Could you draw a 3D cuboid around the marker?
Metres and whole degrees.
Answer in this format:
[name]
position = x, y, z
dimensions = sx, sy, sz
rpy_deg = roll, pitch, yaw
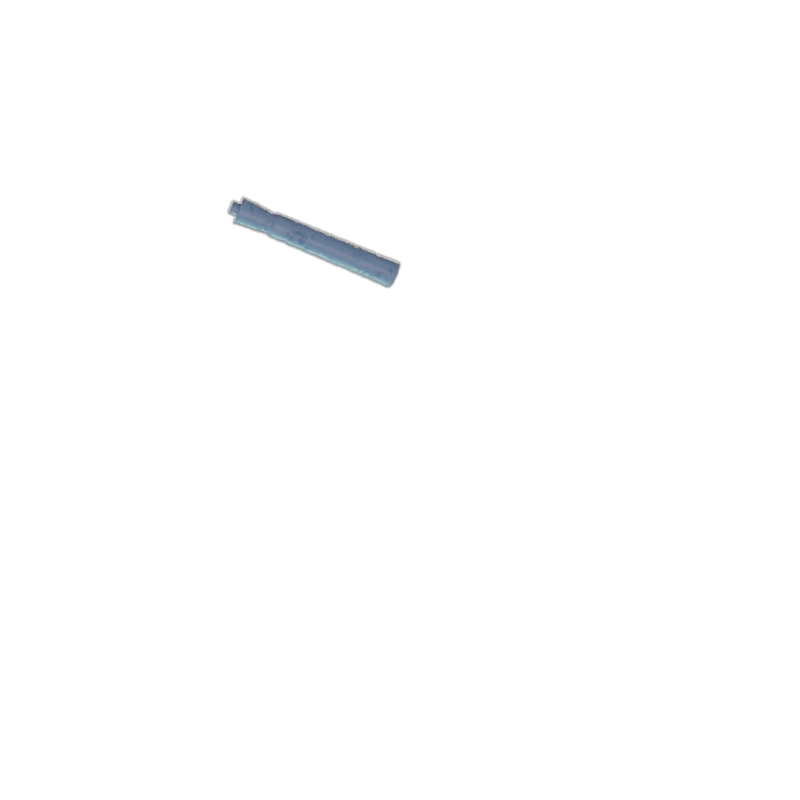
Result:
[marker]
position = -0.059, -0.107, 0.750
dimensions = 0.120, 0.020, 0.020
rpy_deg = 22, 1, -5
